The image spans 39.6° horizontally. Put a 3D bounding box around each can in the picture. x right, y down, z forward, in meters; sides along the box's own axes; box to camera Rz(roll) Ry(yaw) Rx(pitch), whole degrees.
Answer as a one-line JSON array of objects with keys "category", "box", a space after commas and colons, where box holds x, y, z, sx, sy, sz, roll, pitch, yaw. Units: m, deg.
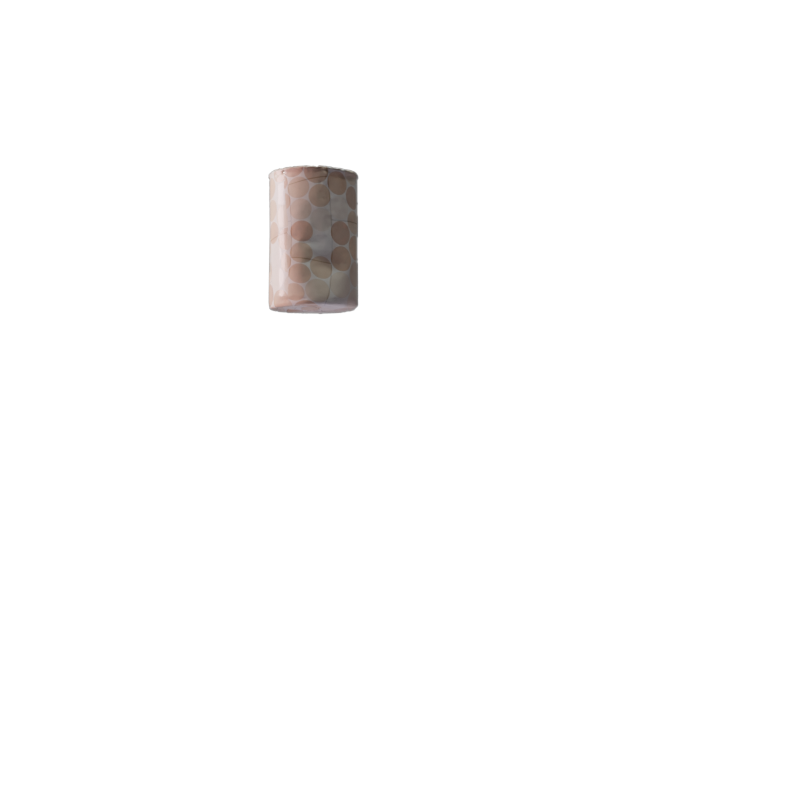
[{"category": "can", "box": [-0.065, -0.118, 0.827, 0.068, 0.104, 0.067, 0, -7, -2]}]
